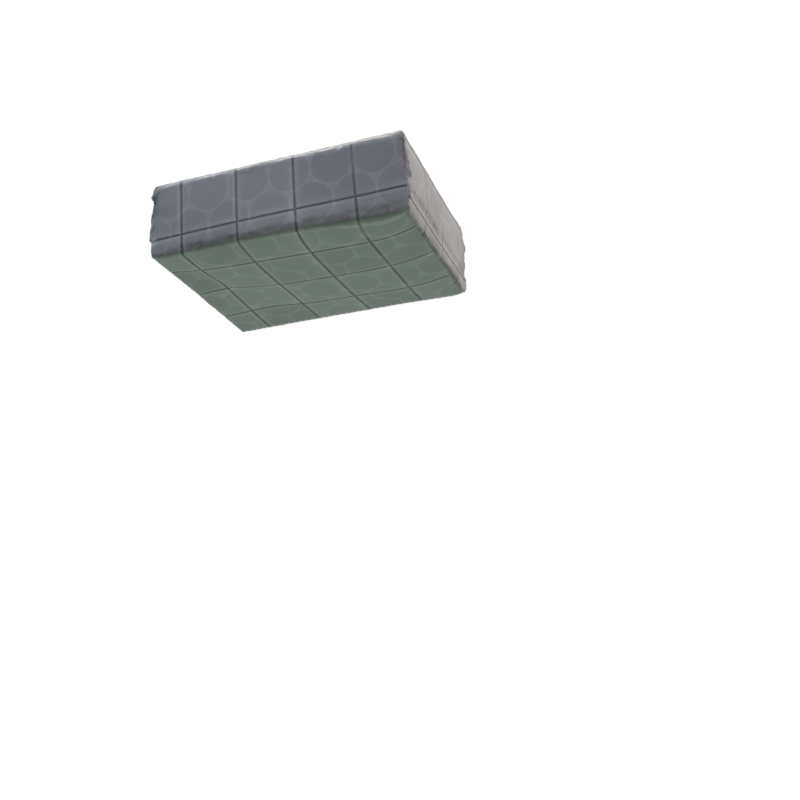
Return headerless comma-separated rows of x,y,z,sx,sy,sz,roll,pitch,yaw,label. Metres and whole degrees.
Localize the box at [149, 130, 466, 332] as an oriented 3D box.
-0.037,-0.068,0.475,0.115,0.041,0.084,-7,-20,18,box
